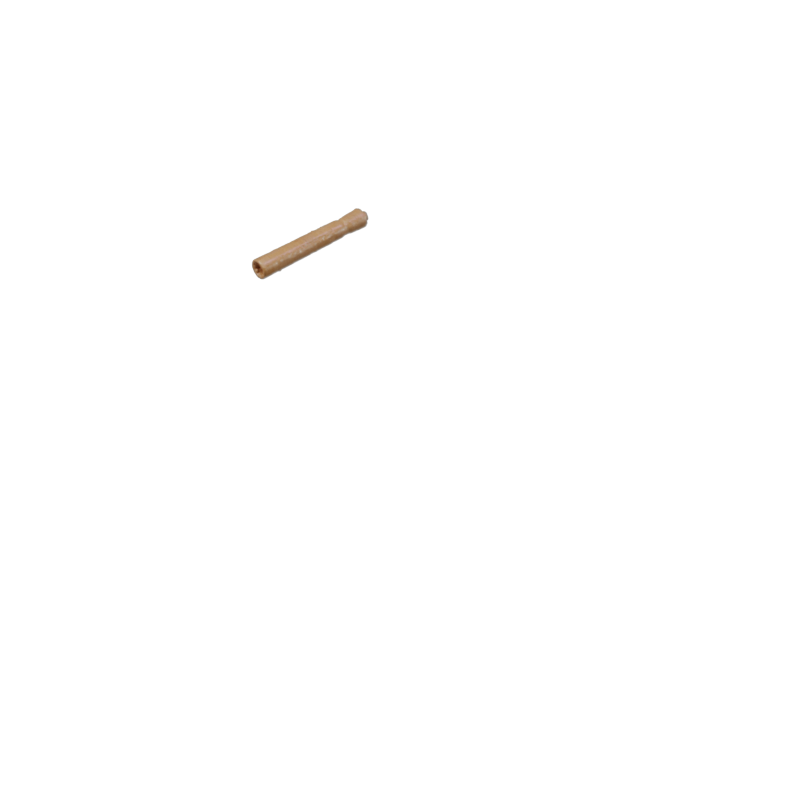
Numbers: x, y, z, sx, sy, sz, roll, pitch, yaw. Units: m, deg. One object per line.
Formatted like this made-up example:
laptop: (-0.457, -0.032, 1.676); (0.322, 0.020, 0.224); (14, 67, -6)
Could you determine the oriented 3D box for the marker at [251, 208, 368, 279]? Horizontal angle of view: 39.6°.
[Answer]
marker: (-0.076, -0.138, 0.968); (0.121, 0.019, 0.021); (-32, 21, -29)
